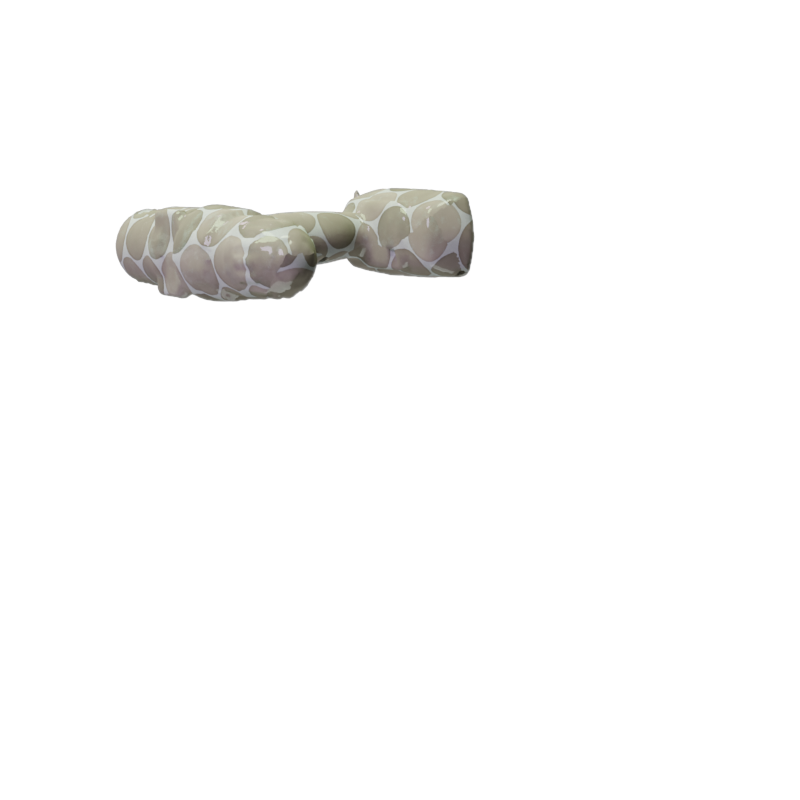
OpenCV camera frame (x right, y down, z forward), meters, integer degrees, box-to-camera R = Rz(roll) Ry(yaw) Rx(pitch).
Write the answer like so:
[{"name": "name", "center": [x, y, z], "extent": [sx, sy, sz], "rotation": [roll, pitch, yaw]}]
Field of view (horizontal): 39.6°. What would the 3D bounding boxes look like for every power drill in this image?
[{"name": "power drill", "center": [-0.051, -0.092, 0.646], "extent": [0.182, 0.056, 0.194], "rotation": [-8, 15, -35]}]
